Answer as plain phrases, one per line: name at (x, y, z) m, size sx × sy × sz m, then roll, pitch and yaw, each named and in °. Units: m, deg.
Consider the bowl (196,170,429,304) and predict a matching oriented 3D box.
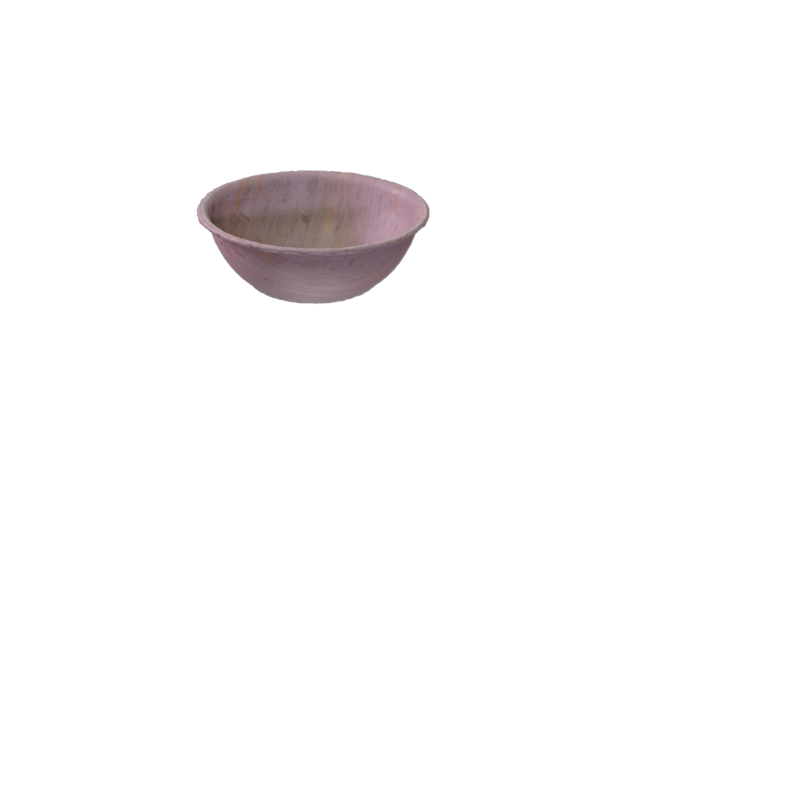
bowl at (-0.061, -0.111, 0.777) m, size 0.162 × 0.052 × 0.171 m, roll -1°, pitch 28°, yaw -2°
